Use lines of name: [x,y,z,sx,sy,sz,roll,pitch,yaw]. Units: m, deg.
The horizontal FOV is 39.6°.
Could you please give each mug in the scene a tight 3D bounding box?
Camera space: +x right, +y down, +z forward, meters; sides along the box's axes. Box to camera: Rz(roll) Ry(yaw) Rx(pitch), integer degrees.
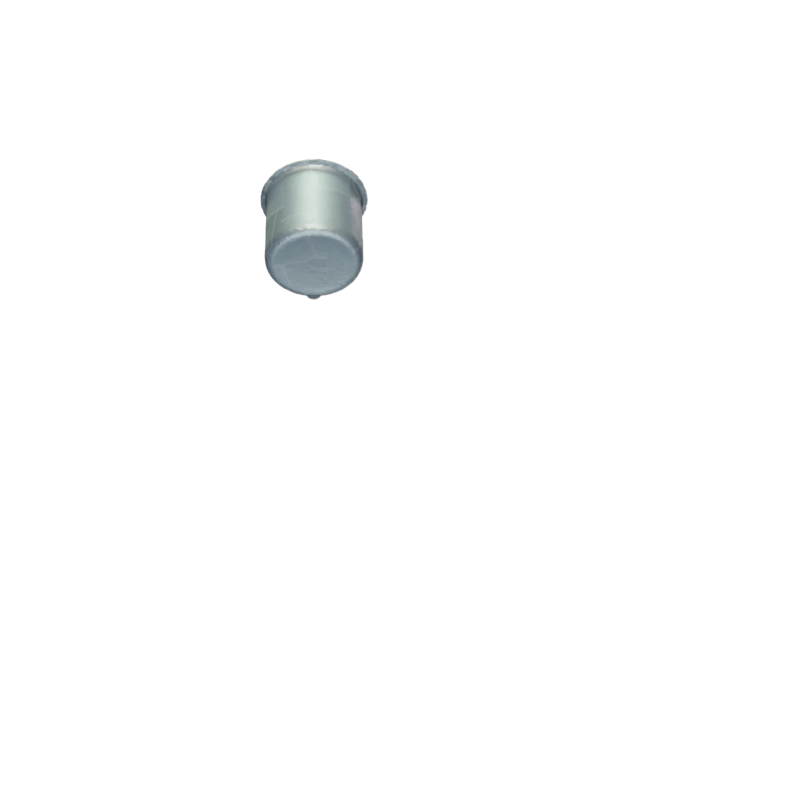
mug: [-0.074,-0.135,0.943,0.093,0.088,0.109,2,-43,-5]
